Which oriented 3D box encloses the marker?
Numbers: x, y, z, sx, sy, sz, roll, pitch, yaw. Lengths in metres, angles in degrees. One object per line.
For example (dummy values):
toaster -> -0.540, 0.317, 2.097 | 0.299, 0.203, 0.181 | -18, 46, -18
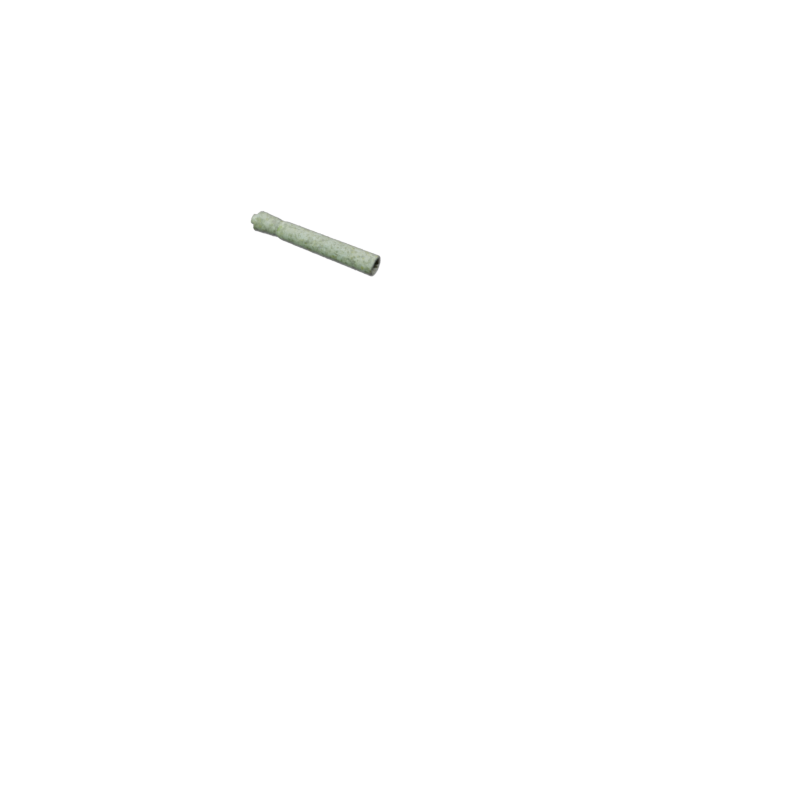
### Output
marker -> -0.074, -0.135, 0.948 | 0.126, 0.019, 0.019 | 24, 12, 20
